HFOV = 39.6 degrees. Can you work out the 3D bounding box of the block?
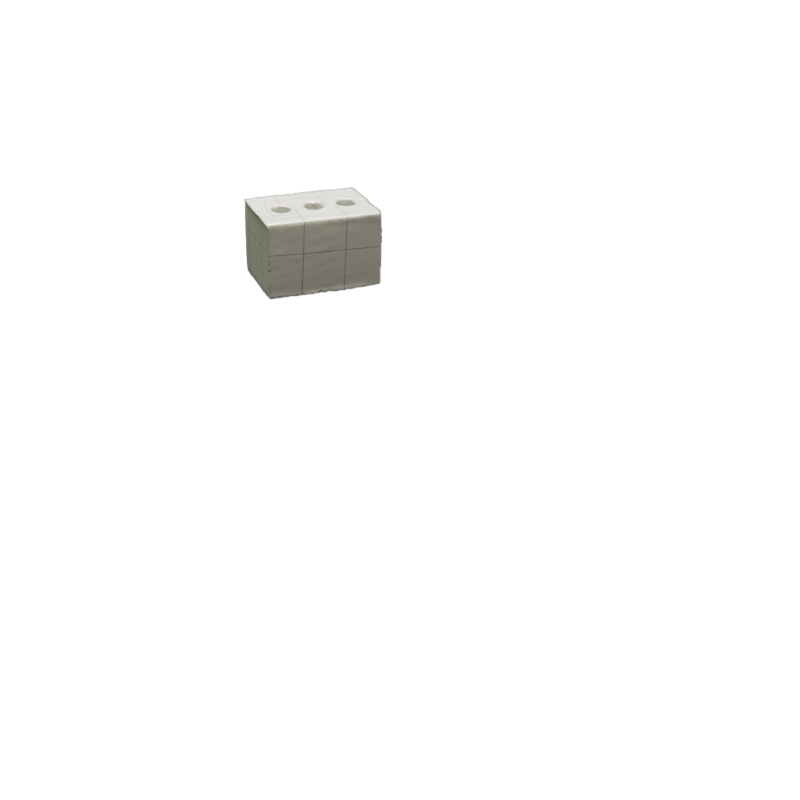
[{"bbox_3d":[-0.056,-0.102,0.713,0.077,0.049,0.056,-9,27,-19],"label":"block"}]
